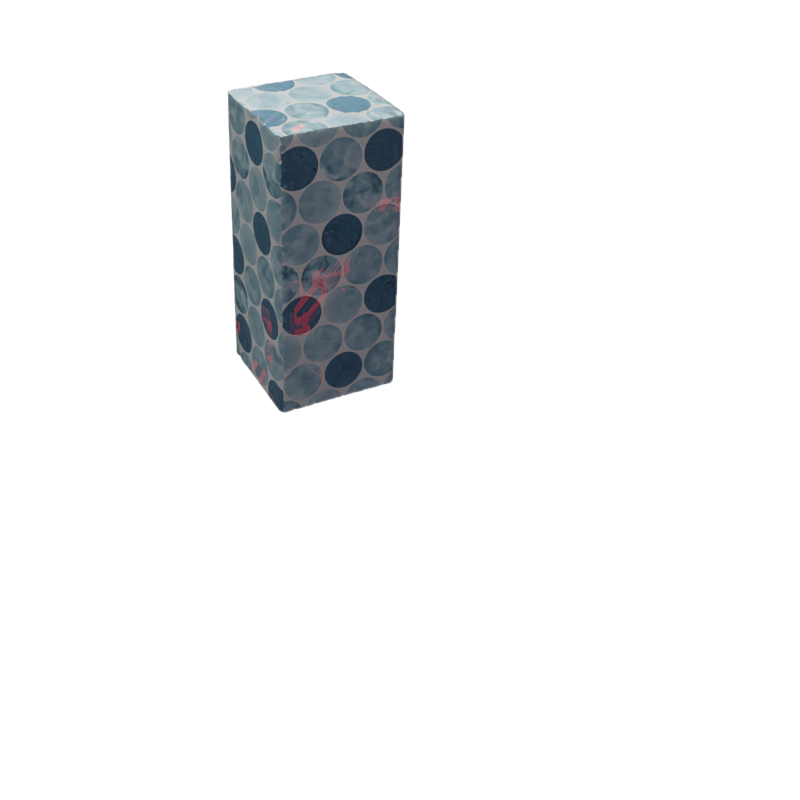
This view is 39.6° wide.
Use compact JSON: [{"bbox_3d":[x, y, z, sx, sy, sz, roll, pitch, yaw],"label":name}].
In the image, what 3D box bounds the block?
[{"bbox_3d":[-0.060,-0.110,0.765,0.089,0.194,0.097,-14,35,-24],"label":"block"}]
